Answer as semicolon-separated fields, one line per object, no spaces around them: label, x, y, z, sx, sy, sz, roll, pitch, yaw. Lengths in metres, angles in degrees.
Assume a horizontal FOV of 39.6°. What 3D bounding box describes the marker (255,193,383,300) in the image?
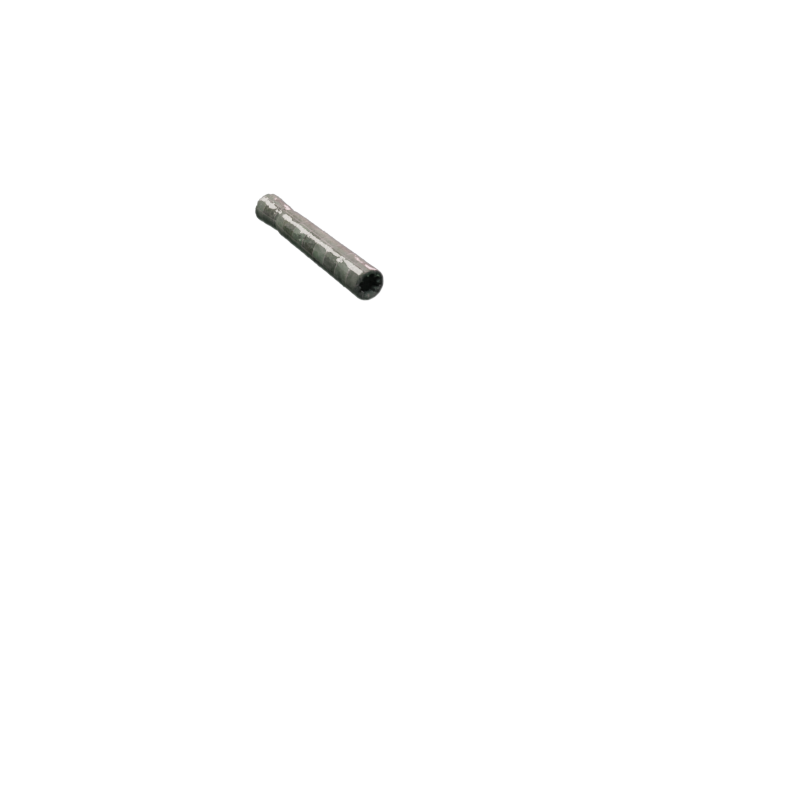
marker;-0.050;-0.092;0.644;0.019;0.019;0.130;-3;29;-35
